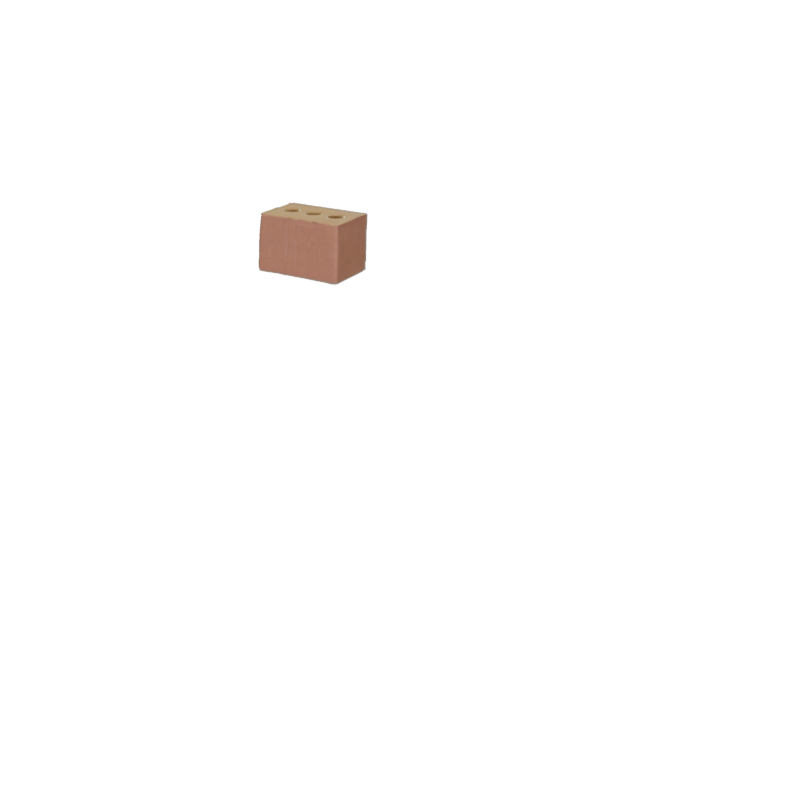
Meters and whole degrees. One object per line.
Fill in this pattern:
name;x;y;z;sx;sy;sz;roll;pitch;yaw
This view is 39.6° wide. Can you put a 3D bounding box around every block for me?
block;-0.073;-0.133;0.933;0.081;0.049;0.053;12;22;28
